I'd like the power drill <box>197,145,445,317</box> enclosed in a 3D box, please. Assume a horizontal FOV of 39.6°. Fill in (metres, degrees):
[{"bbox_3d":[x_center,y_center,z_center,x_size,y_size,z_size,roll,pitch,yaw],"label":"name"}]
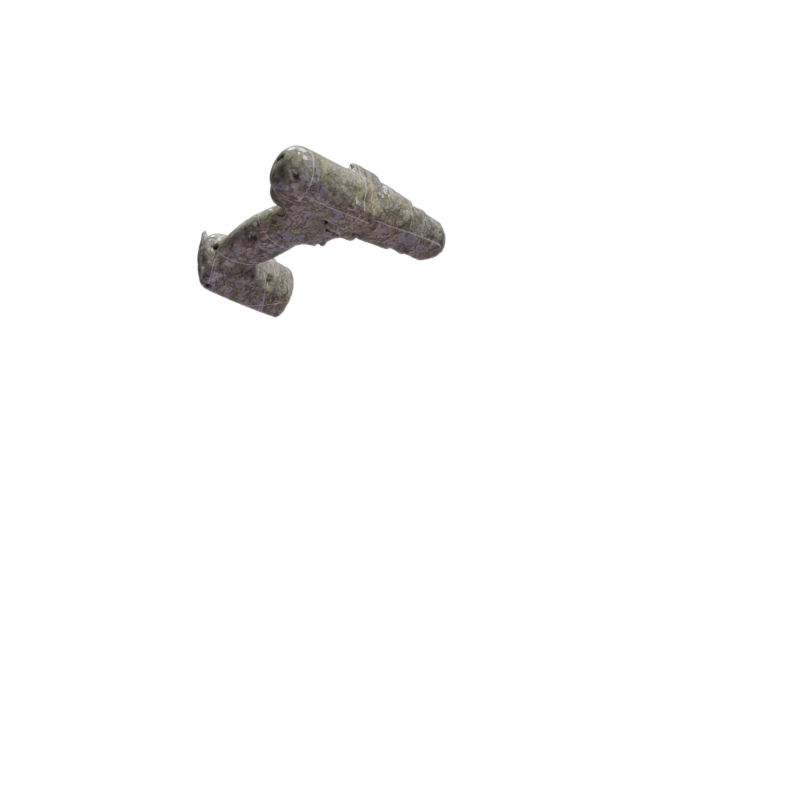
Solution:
[{"bbox_3d":[-0.078,-0.142,0.995,0.174,0.061,0.186,25,-40,-35],"label":"power drill"}]
